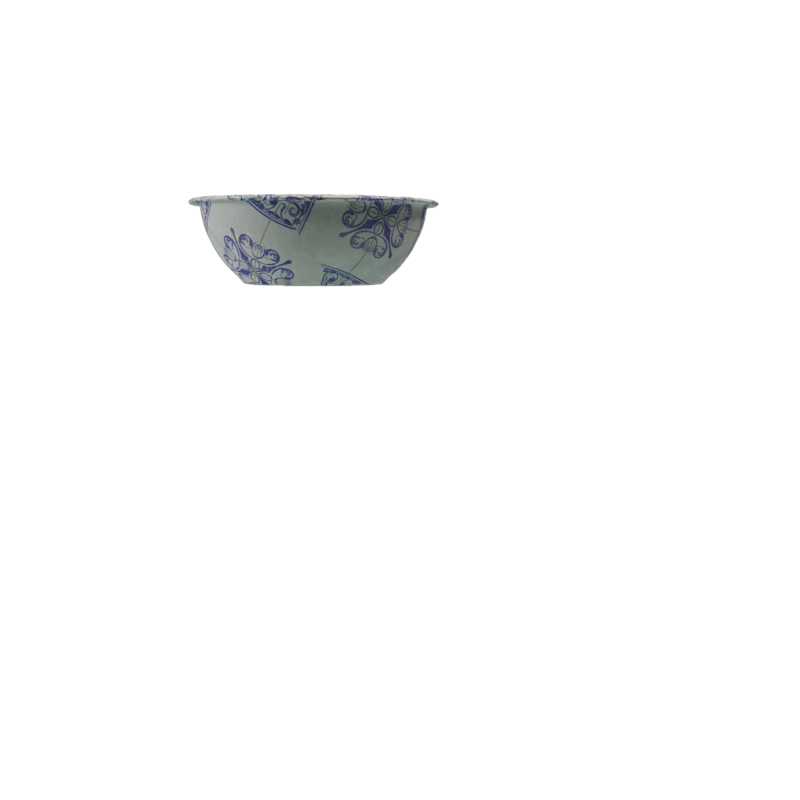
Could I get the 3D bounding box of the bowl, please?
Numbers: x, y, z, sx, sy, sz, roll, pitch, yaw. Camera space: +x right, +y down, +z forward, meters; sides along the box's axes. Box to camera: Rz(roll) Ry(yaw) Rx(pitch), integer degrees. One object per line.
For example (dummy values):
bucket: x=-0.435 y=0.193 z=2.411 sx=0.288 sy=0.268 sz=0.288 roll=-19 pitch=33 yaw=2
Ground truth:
bowl: x=-0.056 y=-0.103 z=0.720 sx=0.162 sy=0.055 sz=0.164 roll=0 pitch=7 yaw=-2
